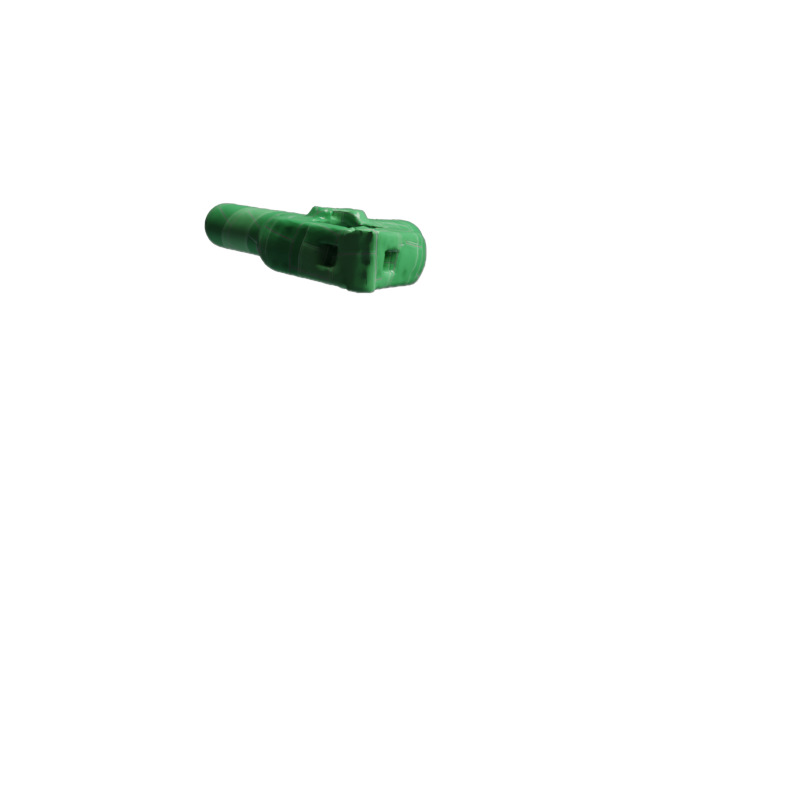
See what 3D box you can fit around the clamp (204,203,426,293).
[{"bbox_3d":[-0.043,-0.078,0.547,0.120,0.039,0.174,0,9,-2],"label":"clamp"}]
